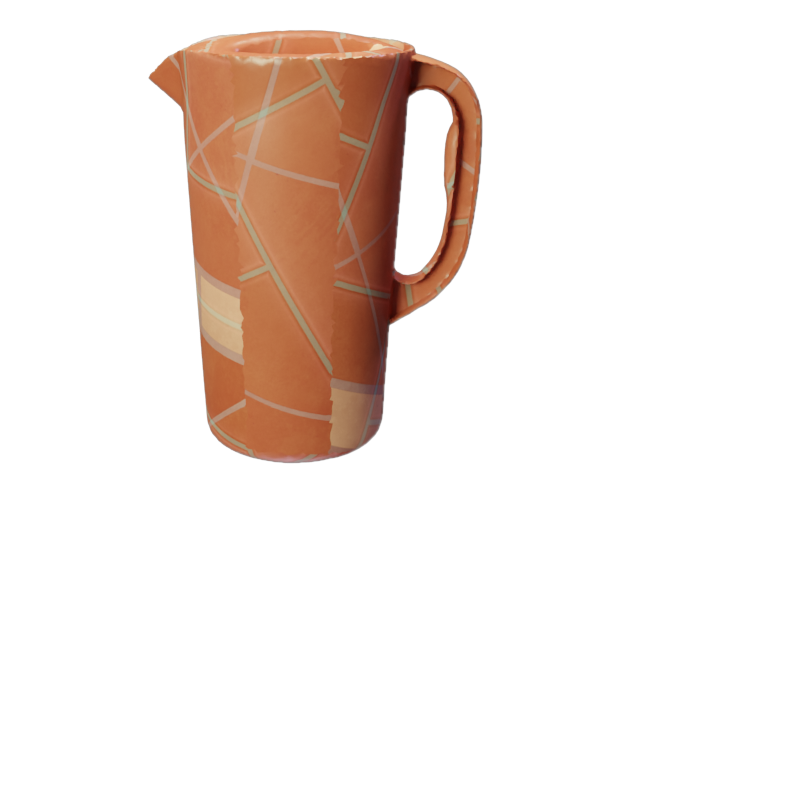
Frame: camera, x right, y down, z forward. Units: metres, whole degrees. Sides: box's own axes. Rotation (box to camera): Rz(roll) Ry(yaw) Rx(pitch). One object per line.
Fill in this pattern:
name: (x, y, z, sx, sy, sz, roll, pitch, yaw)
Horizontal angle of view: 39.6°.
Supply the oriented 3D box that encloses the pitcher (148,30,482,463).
pitcher: (-0.051, -0.093, 0.648, 0.142, 0.233, 0.158, -16, 25, -41)
